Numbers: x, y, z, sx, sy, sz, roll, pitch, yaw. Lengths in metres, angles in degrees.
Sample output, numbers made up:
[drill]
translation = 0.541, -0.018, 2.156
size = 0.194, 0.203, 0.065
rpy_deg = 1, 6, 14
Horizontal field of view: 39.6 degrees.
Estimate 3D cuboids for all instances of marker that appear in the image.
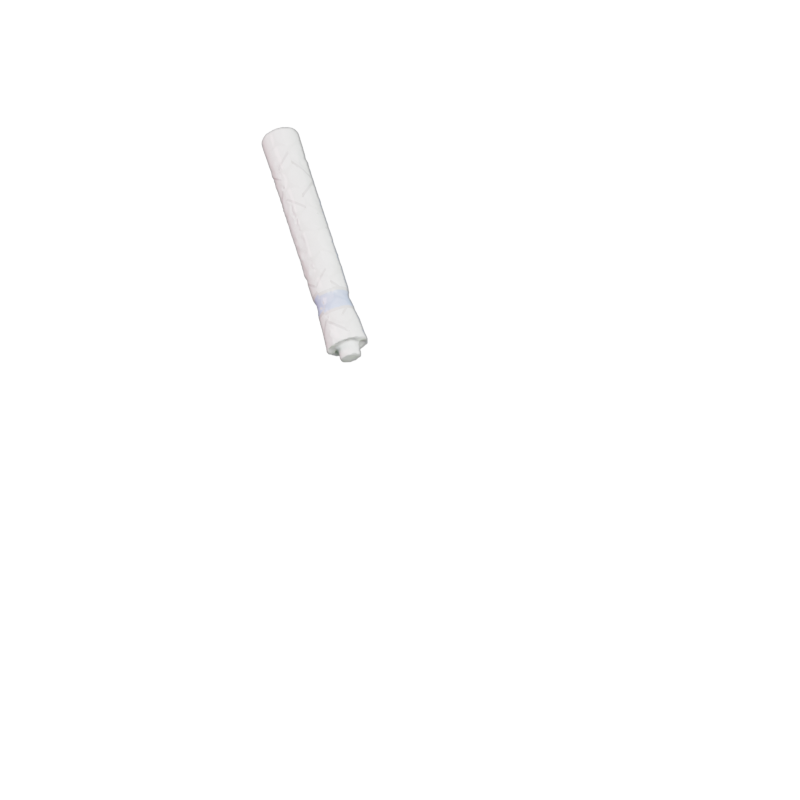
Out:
[marker]
translation = -0.040, -0.073, 0.510
size = 0.020, 0.129, 0.019
rpy_deg = -14, -27, -9
